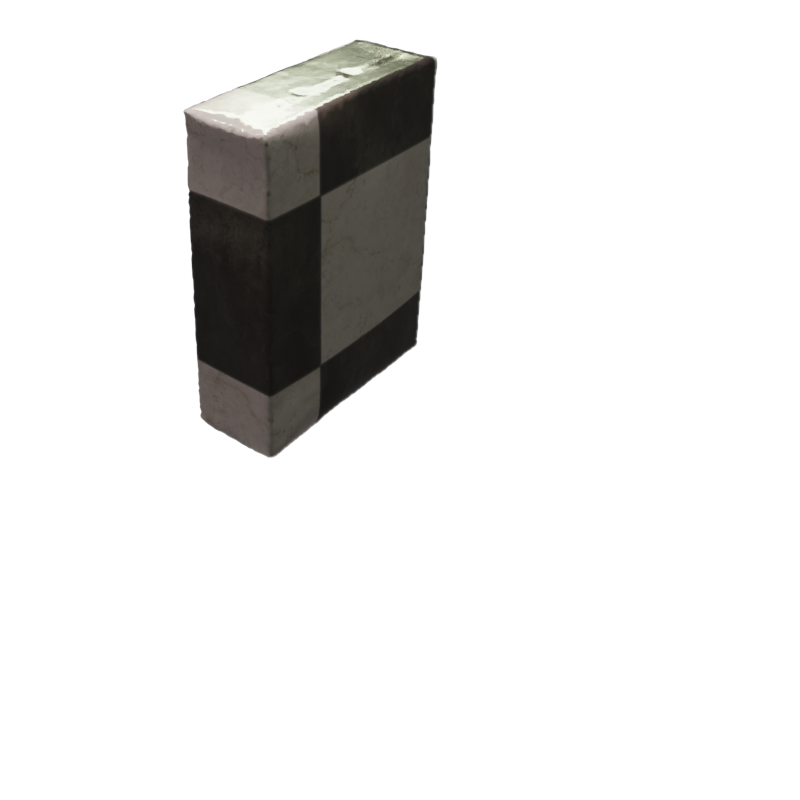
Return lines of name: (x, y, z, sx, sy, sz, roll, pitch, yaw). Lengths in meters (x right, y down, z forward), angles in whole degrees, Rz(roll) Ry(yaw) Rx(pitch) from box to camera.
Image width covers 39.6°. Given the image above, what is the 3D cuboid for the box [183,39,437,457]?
box: (-0.054, -0.099, 0.691, 0.076, 0.201, 0.165, 21, 36, 29)
